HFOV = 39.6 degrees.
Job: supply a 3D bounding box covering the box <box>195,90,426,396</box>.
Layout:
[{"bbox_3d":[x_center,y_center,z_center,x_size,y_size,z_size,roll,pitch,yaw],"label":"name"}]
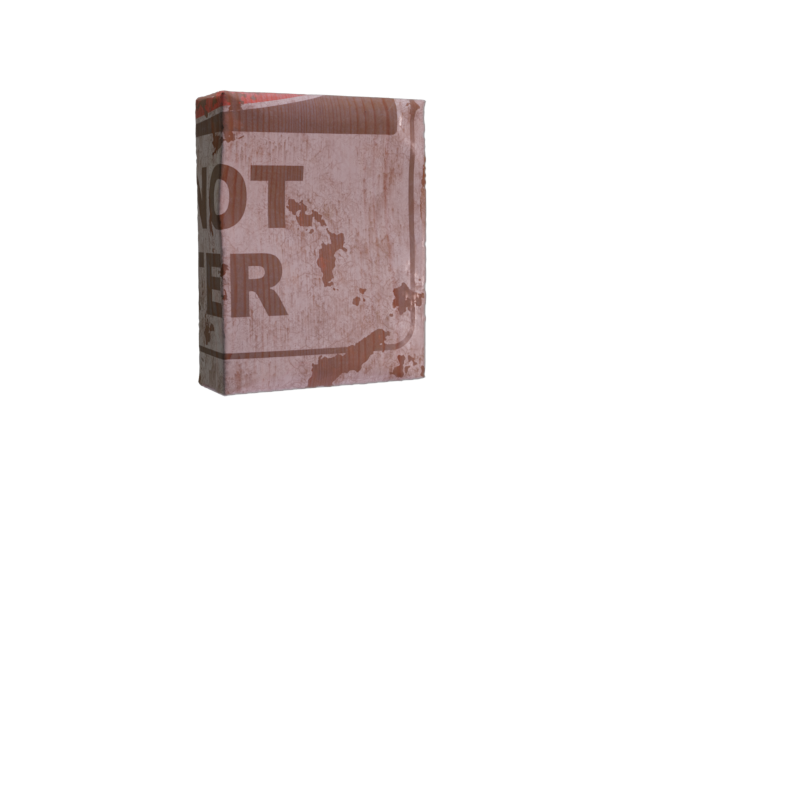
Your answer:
[{"bbox_3d":[-0.064,-0.117,0.819,0.160,0.212,0.074,-2,4,-24],"label":"box"}]
